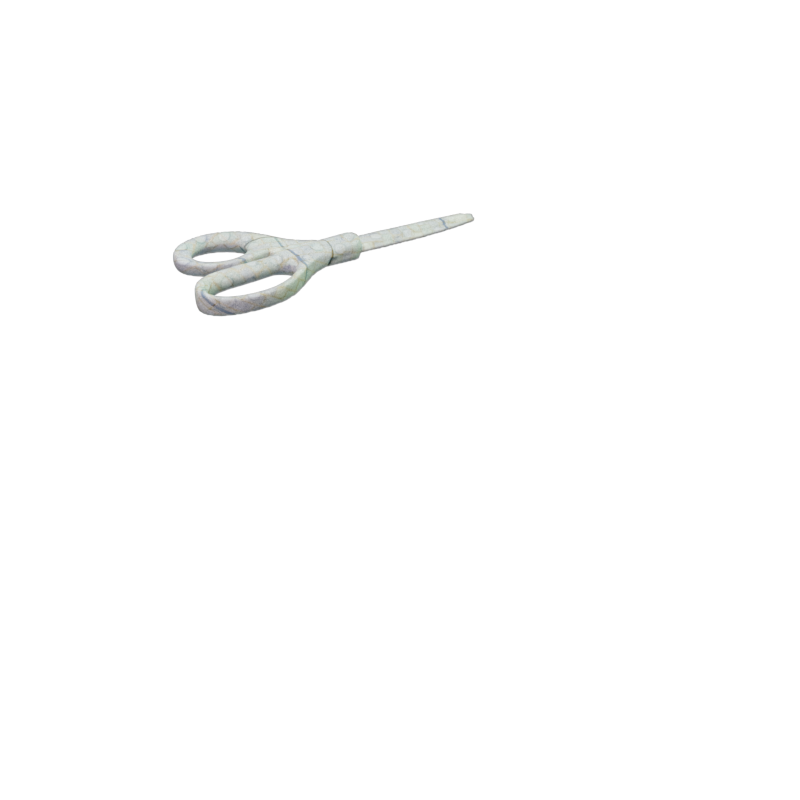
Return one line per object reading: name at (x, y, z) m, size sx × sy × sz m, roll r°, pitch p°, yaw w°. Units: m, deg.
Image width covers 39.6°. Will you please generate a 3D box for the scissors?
scissors at (-0.054, -0.098, 0.689) m, size 0.102 × 0.015 × 0.201 m, roll 26°, pitch 40°, yaw 36°
